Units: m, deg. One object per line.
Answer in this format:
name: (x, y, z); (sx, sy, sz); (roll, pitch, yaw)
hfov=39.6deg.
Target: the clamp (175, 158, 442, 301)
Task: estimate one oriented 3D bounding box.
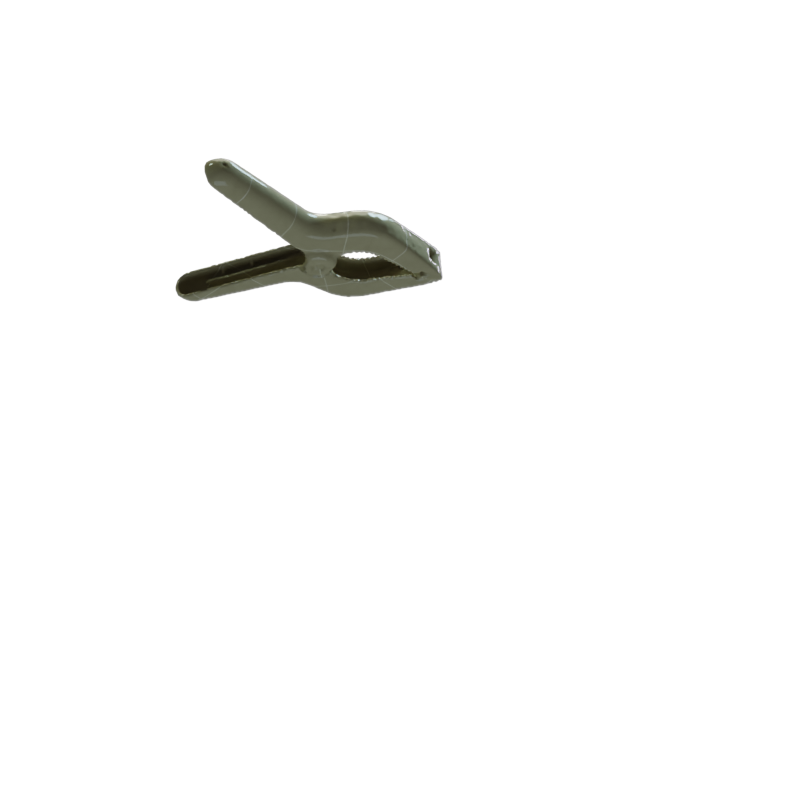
clamp: (-0.067, -0.123, 0.859); (0.208, 0.039, 0.155); (4, -31, -7)
